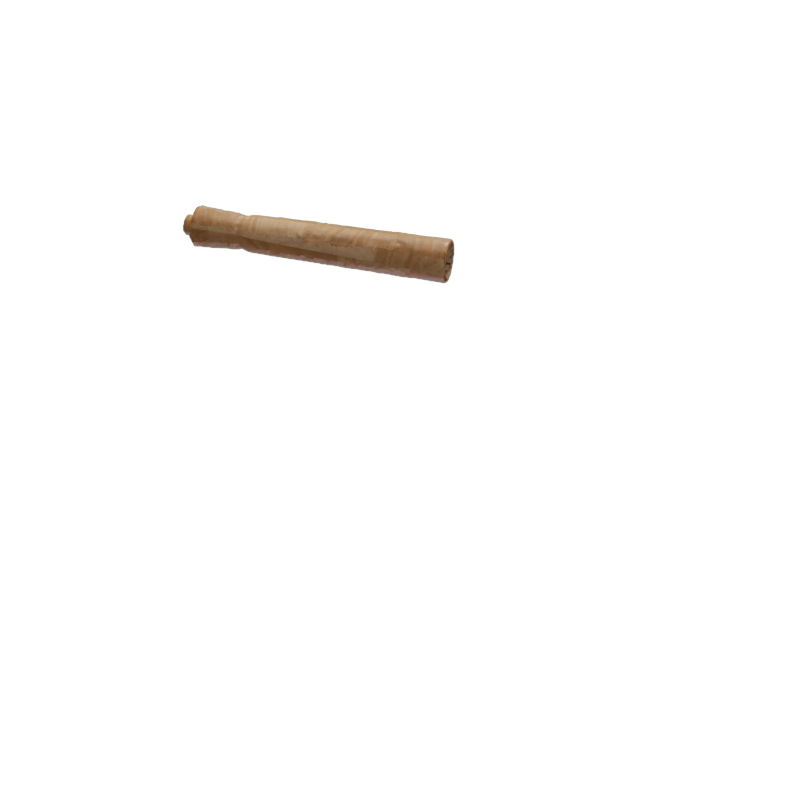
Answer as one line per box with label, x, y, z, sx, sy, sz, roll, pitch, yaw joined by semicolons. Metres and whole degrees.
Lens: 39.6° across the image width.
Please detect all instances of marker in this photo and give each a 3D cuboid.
marker;-0.038;-0.069;0.481;0.124;0.020;0.019;10;7;17
